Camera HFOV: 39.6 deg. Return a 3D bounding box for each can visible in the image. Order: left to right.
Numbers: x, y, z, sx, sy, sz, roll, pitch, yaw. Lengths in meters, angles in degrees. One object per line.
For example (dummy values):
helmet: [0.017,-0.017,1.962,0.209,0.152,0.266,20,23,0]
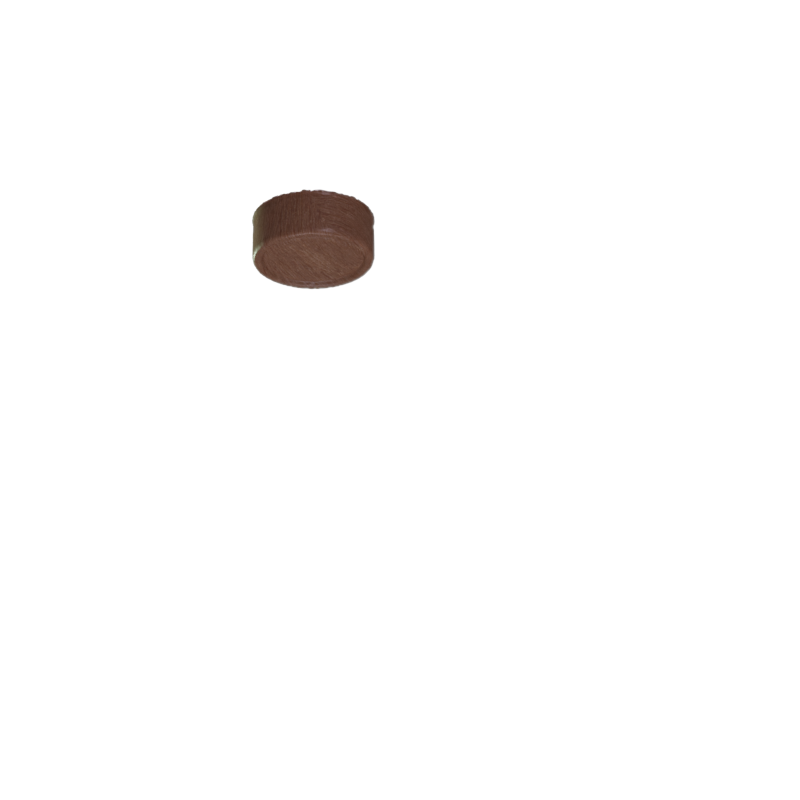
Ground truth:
can: [-0.060,-0.110,0.769,0.086,0.035,0.081,1,-23,-2]
